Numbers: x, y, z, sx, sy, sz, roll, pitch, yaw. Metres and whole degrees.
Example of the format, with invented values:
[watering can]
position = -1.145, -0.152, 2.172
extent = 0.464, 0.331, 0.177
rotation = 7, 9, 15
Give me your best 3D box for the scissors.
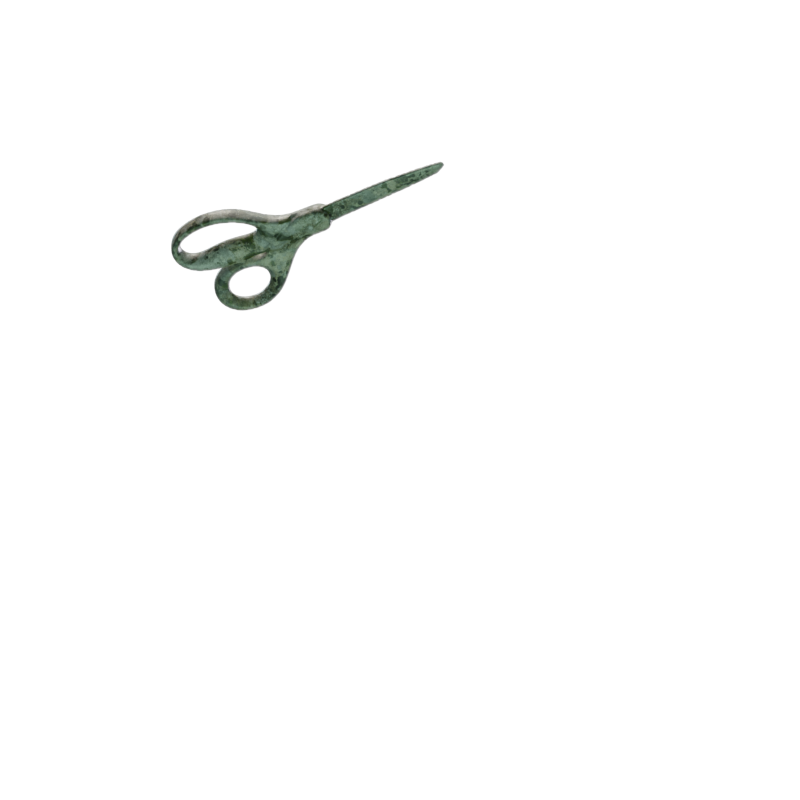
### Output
[scissors]
position = -0.062, -0.113, 0.791
extent = 0.203, 0.089, 0.017
rotation = -9, 41, 8
